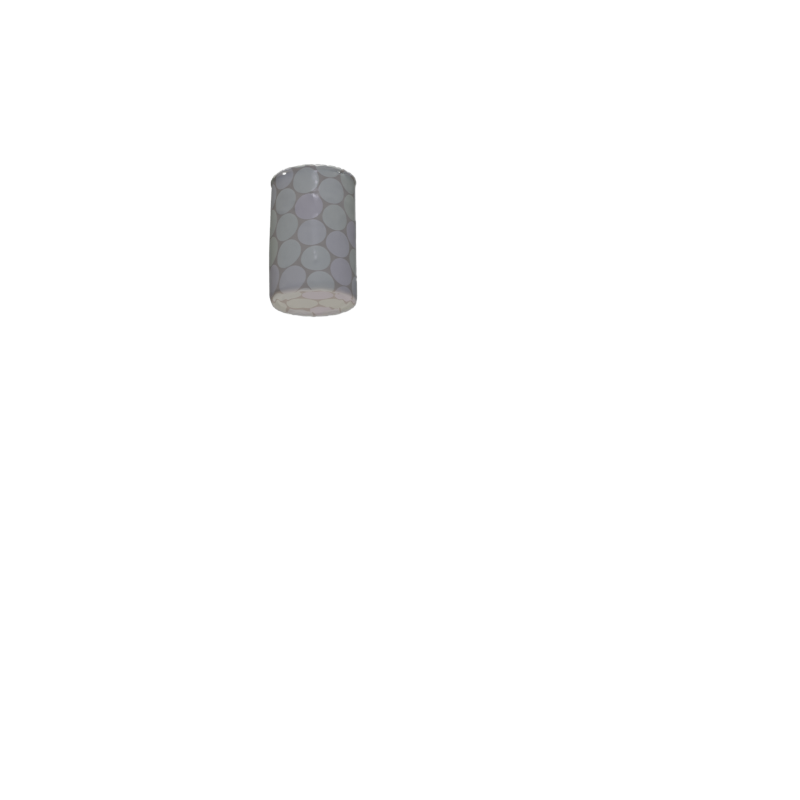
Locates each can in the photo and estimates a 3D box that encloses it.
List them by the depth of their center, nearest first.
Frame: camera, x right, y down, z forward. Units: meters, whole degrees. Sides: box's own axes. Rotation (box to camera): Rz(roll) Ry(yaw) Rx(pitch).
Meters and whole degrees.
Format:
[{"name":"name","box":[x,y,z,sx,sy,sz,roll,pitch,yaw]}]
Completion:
[{"name":"can","box":[-0.067,-0.123,0.860,0.068,0.107,0.065,0,-19,-2]}]
